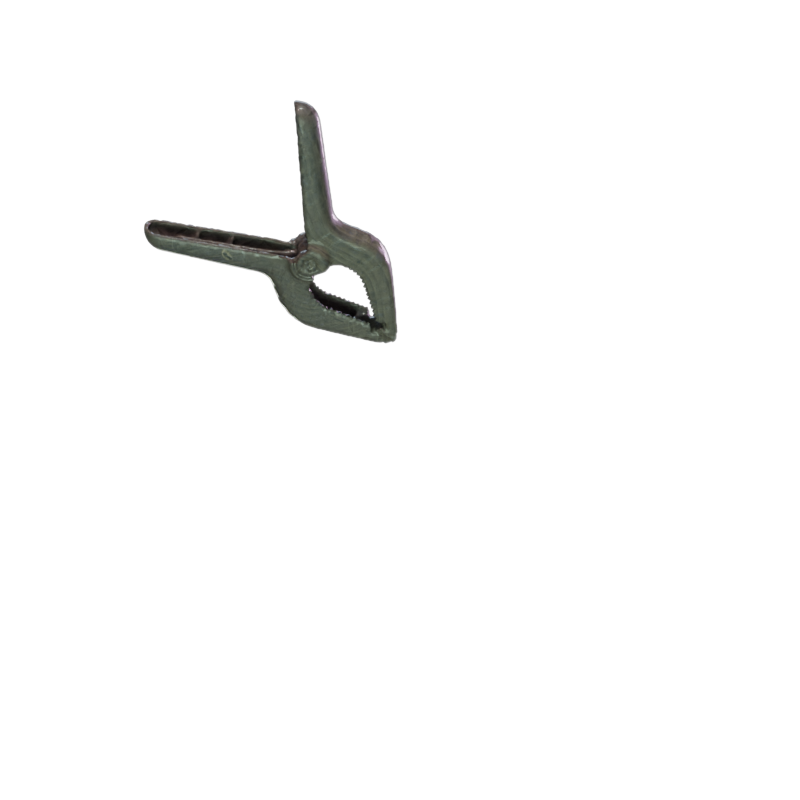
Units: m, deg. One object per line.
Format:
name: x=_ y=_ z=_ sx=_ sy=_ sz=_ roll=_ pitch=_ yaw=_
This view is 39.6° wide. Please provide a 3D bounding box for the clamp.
clamp: x=-0.066 y=-0.121 z=0.847 sx=0.199 sy=0.162 sz=0.039 roll=37 pitch=27 yaw=-23
